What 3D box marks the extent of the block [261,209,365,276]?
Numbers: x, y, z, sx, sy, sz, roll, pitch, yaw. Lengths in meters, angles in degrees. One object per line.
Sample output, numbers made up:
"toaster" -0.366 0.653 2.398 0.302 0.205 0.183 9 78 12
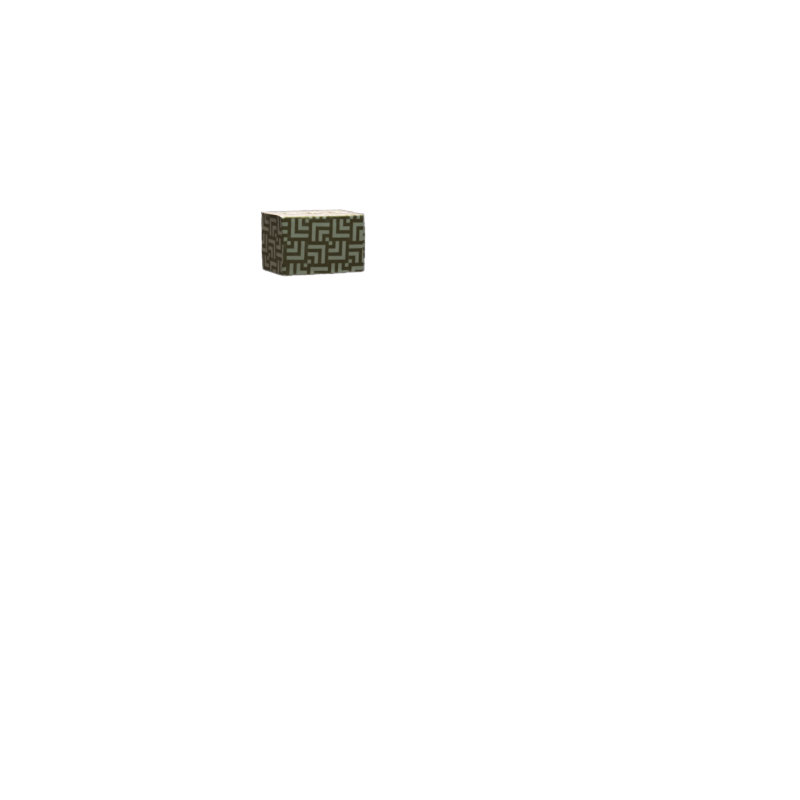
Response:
"block" -0.074 -0.135 0.949 0.076 0.050 0.055 -5 11 -24
